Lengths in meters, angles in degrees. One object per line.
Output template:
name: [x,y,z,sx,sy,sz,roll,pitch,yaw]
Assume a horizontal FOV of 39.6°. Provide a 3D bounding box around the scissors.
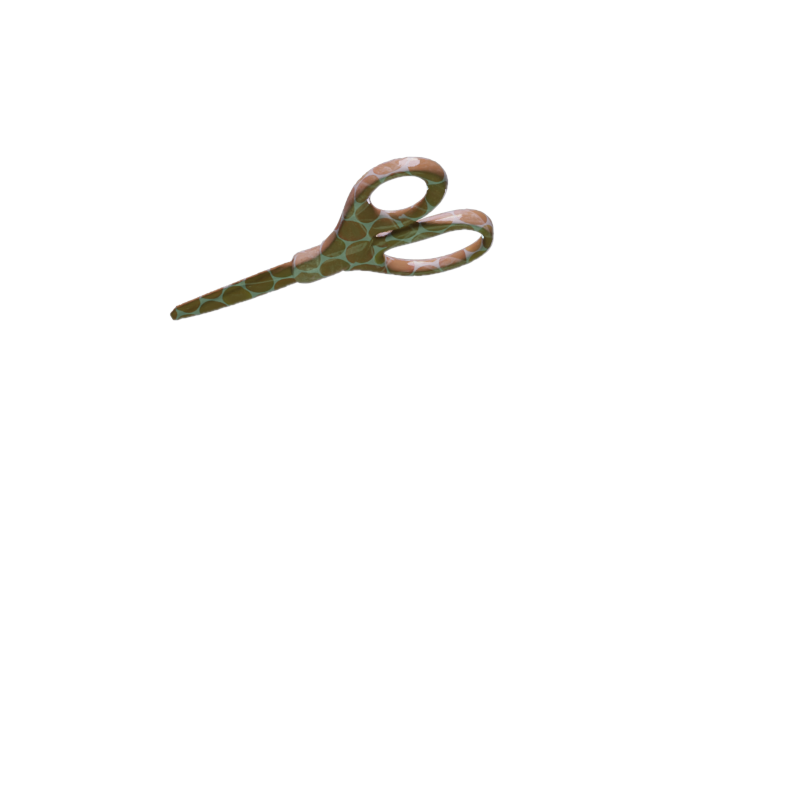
scissors: [-0.049,-0.090,0.630,0.203,0.017,0.089,-8,-39,9]
